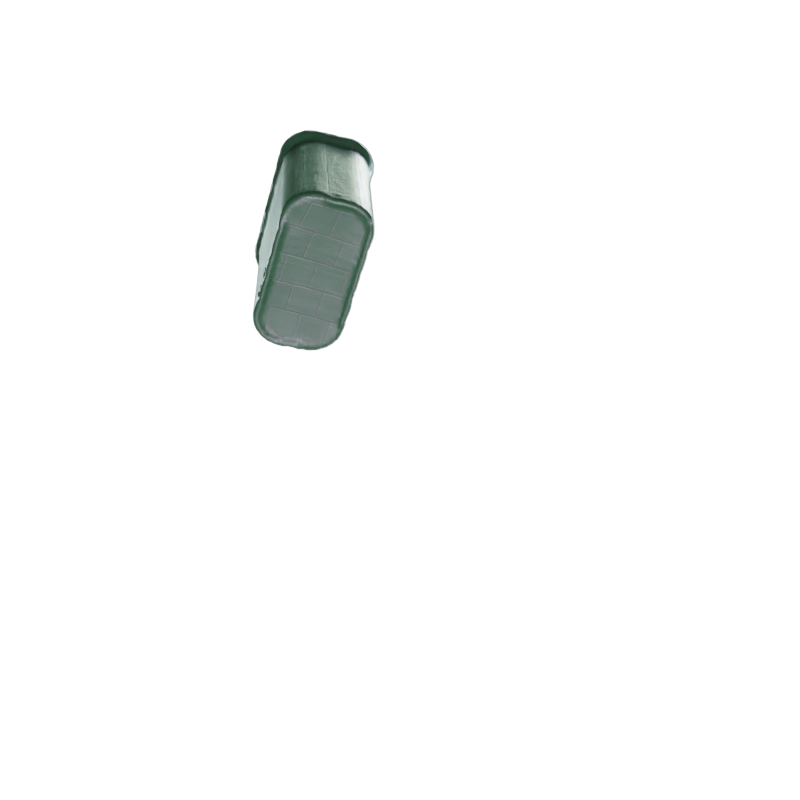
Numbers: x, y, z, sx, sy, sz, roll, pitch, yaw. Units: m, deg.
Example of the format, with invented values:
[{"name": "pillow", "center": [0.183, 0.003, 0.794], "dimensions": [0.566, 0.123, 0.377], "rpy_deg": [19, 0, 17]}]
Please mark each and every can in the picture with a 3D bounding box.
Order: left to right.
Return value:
[{"name": "can", "center": [-0.050, -0.091, 0.636], "dimensions": [0.057, 0.097, 0.089], "rpy_deg": [13, 30, -11]}]
